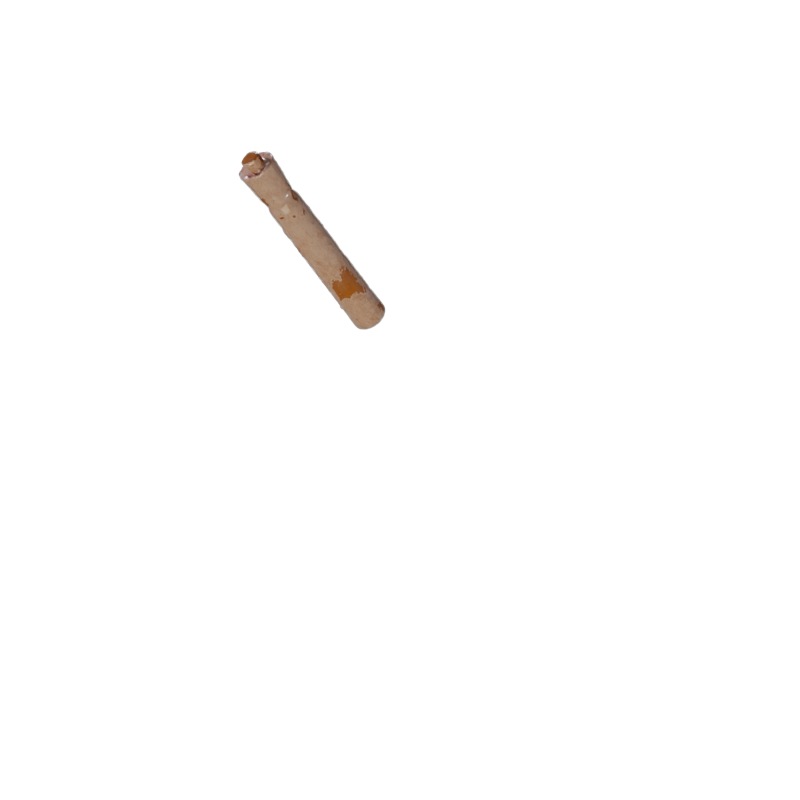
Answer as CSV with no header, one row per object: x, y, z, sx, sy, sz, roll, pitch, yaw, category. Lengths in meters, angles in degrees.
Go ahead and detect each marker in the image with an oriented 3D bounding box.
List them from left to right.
-0.043,-0.079,0.554,0.021,0.020,0.112,2,-37,40,marker
